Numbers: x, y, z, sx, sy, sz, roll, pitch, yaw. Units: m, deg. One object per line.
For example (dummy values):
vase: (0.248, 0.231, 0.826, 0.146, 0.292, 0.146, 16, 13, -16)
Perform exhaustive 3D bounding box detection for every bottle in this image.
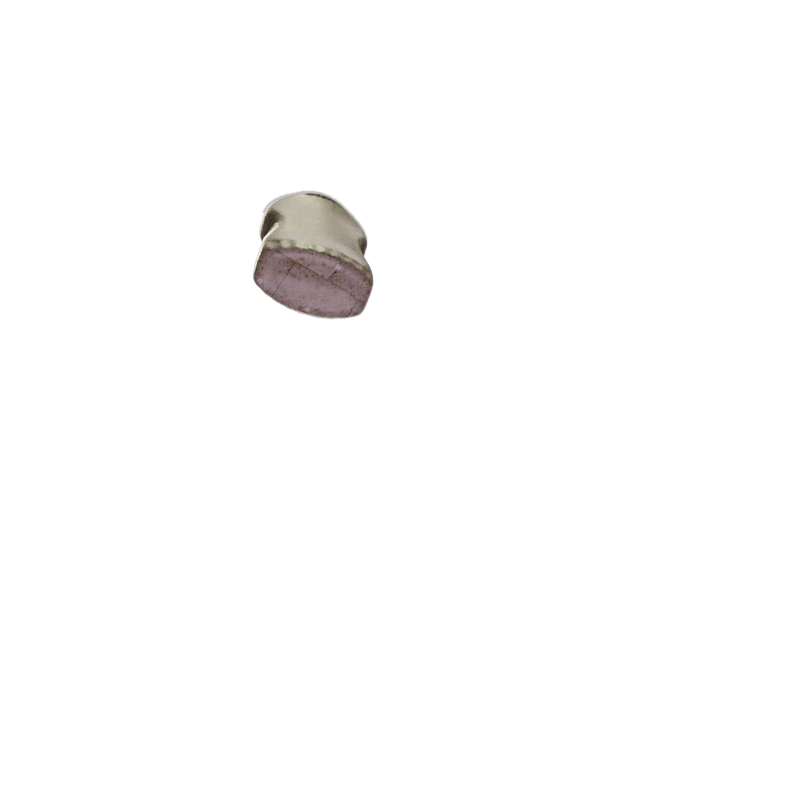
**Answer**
bottle: (-0.076, -0.138, 0.970, 0.094, 0.056, 0.202, 14, 26, -10)
